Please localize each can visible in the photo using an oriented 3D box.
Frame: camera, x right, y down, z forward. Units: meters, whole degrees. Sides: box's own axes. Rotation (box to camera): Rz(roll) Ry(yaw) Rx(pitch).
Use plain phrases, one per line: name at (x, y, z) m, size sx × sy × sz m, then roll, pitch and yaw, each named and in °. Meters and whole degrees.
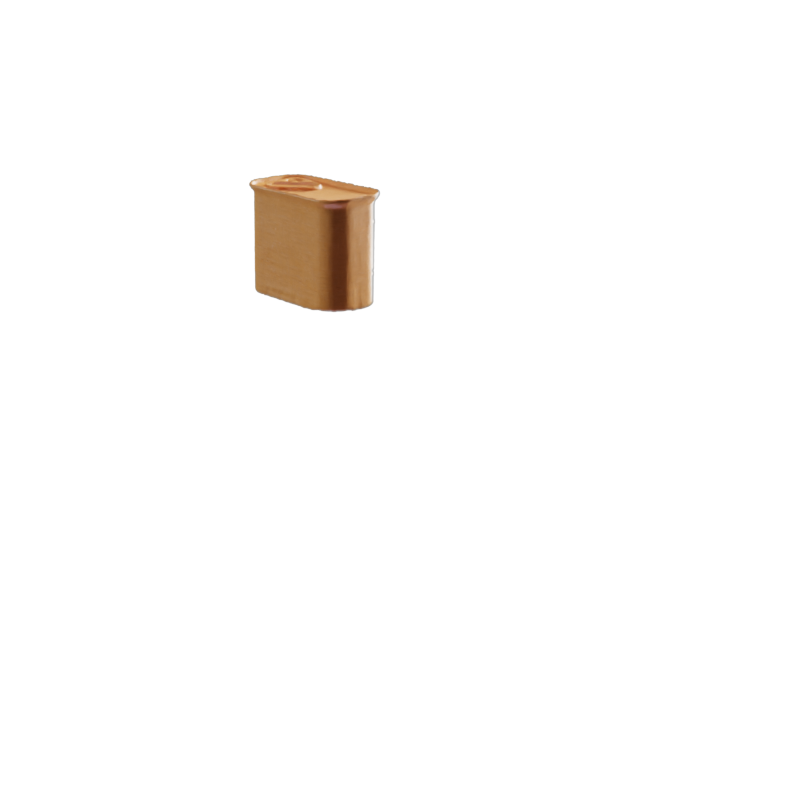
can at (-0.064, -0.116, 0.813) m, size 0.056 × 0.081 × 0.108 m, roll -15°, pitch 24°, yaw -42°
